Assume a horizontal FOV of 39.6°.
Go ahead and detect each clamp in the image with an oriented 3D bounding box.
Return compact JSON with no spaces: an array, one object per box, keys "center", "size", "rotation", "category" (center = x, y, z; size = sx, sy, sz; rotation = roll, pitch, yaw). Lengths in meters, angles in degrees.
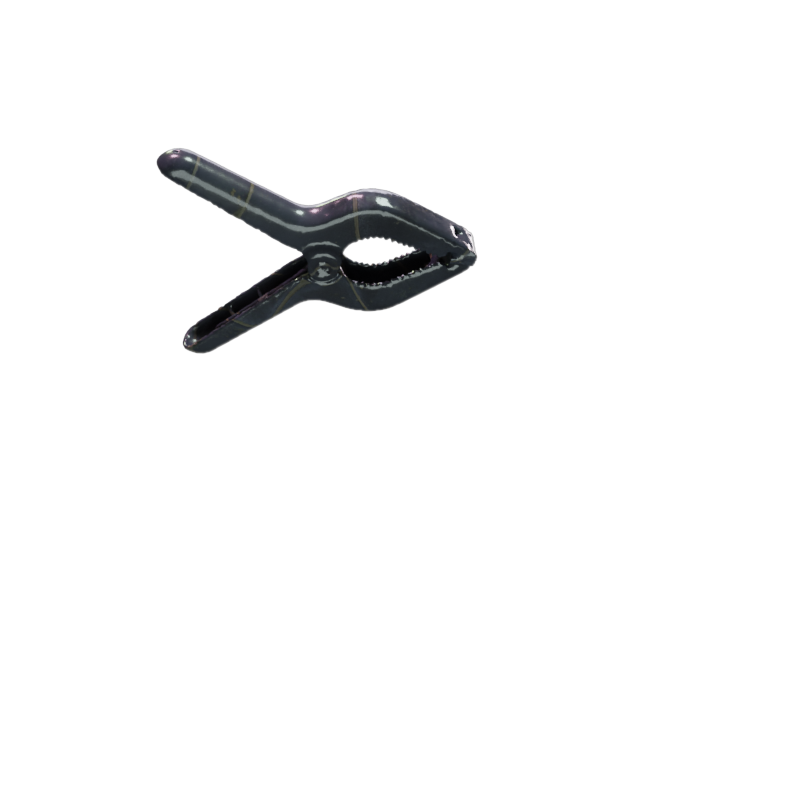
[{"center":[-0.057,-0.104,0.730],"size":[0.211,0.152,0.039],"rotation":[-6,42,5],"category":"clamp"}]
